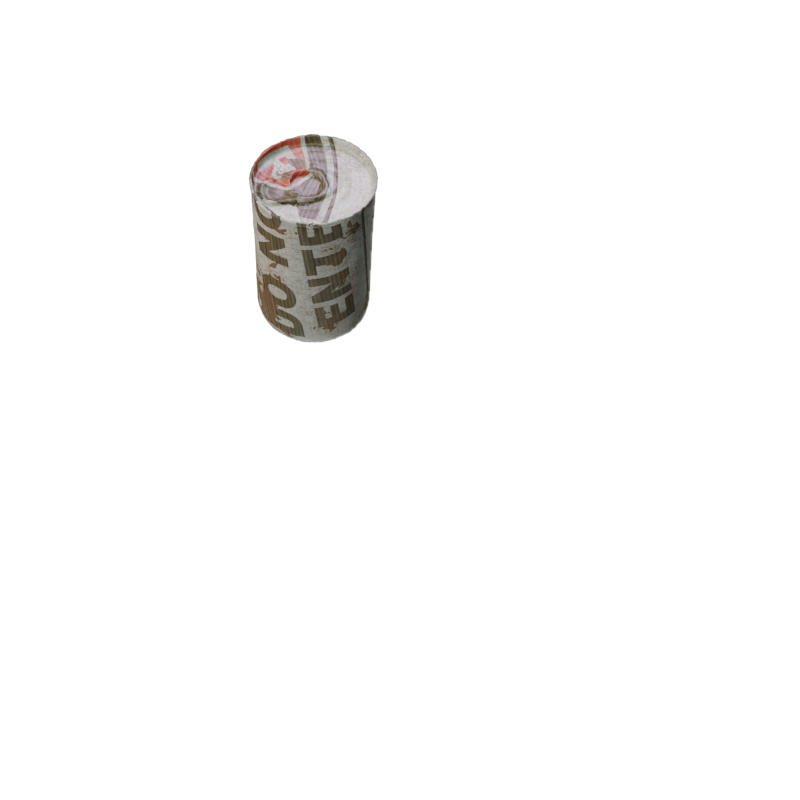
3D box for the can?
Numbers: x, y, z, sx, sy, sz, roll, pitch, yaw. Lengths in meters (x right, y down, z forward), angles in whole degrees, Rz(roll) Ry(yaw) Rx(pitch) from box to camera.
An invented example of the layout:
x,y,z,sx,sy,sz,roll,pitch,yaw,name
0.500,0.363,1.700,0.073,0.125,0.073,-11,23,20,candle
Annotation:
x,y,z,sx,sy,sz,roll,pitch,yaw,name
-0.049,-0.089,0.621,0.068,0.073,0.095,0,-38,-3,can
